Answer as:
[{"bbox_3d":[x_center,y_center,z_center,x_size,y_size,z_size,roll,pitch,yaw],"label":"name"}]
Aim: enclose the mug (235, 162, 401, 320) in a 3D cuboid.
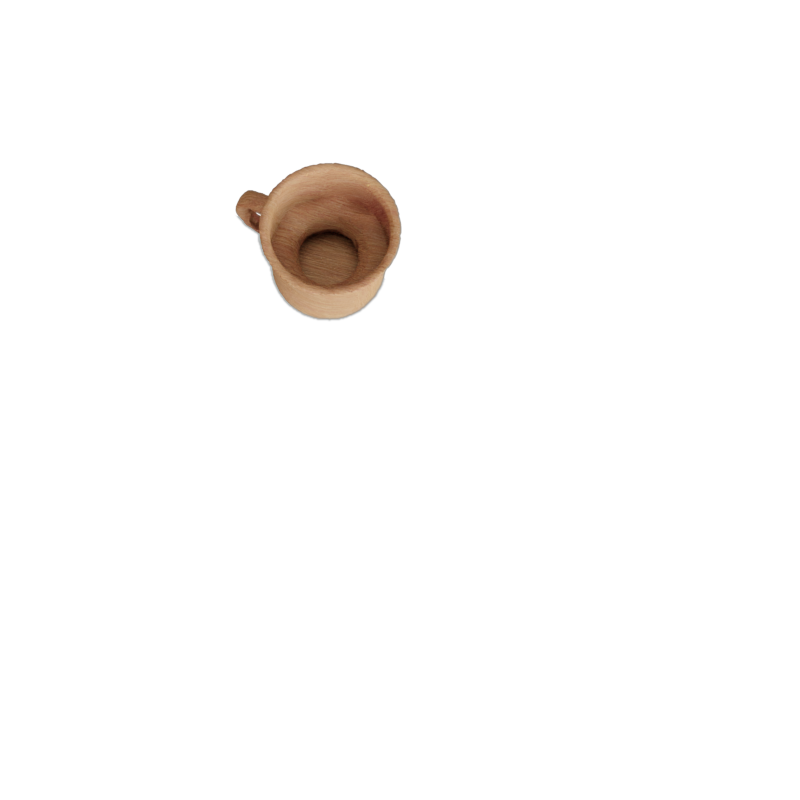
[{"bbox_3d":[-0.059,-0.108,0.759,0.119,0.096,0.078,23,-16,6],"label":"mug"}]
